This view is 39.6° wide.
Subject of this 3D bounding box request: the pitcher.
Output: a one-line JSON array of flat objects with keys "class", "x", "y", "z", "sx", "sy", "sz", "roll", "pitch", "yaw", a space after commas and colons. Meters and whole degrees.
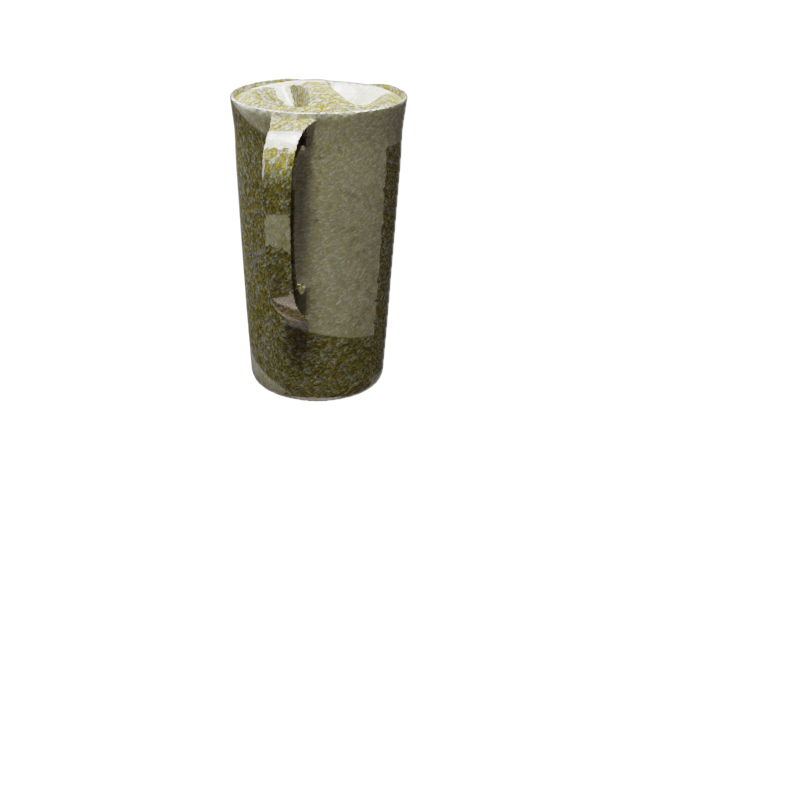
[{"class": "pitcher", "x": -0.068, "y": -0.123, "z": 0.862, "sx": 0.146, "sy": 0.232, "sz": 0.155, "roll": -12, "pitch": 25, "yaw": -31}]
